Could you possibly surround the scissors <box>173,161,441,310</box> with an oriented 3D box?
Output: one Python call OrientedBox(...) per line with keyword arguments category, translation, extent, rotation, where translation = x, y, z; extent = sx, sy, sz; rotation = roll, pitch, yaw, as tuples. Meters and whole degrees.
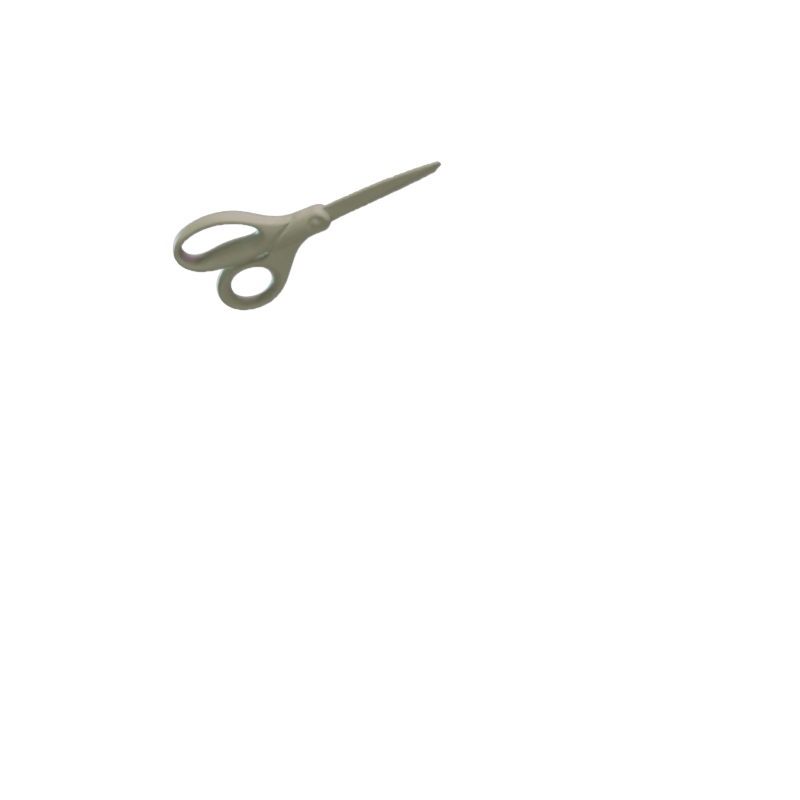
OrientedBox(category="scissors", translation=(-0.063, -0.114, 0.799), extent=(0.203, 0.089, 0.017), rotation=(-9, 42, 8))
